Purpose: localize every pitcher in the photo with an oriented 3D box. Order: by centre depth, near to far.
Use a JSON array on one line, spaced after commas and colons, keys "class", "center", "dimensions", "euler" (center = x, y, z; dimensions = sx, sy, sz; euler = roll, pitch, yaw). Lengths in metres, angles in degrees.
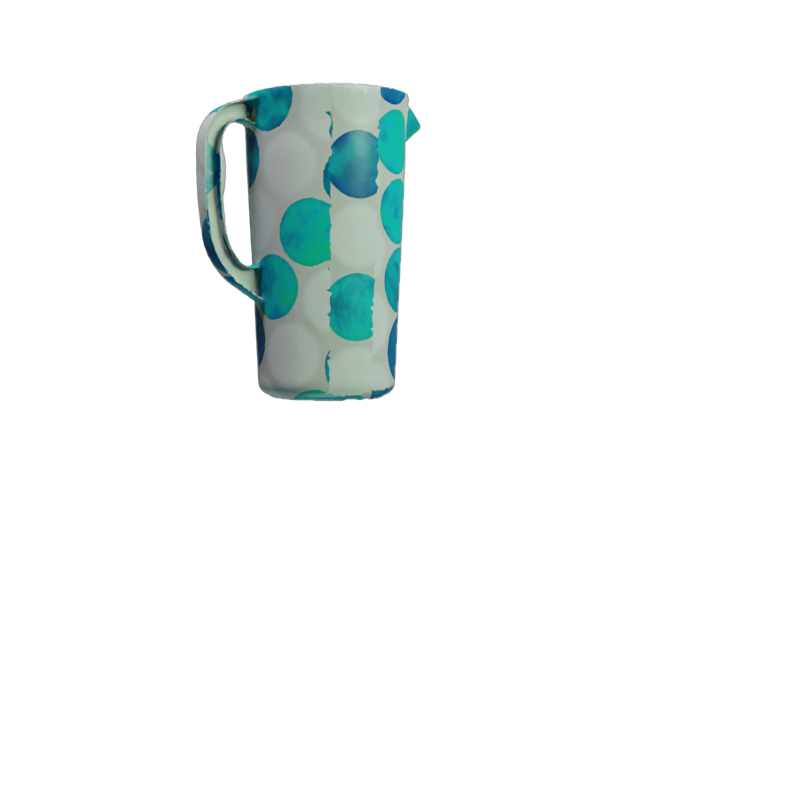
[{"class": "pitcher", "center": [-0.068, -0.125, 0.873], "dimensions": [0.152, 0.245, 0.141], "euler": [0, -1, 17]}]
